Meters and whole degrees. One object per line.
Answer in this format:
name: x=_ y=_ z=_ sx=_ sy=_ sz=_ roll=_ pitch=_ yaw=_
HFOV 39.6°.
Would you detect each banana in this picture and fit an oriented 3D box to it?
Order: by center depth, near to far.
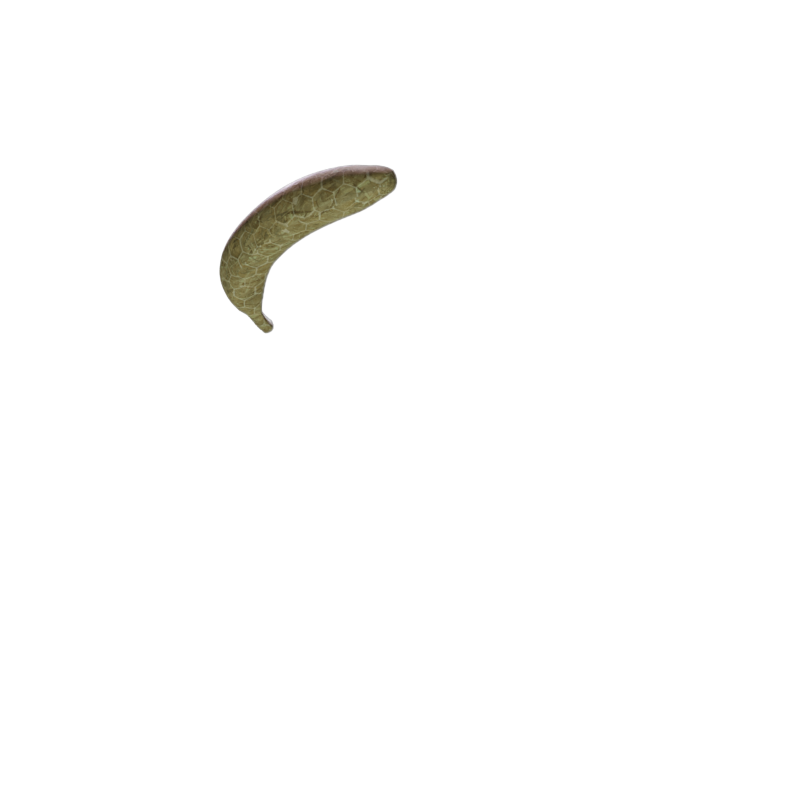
banana: x=-0.080 y=-0.115 z=0.786 sx=0.066 sy=0.039 sz=0.193 roll=18 pitch=-36 yaw=-27
